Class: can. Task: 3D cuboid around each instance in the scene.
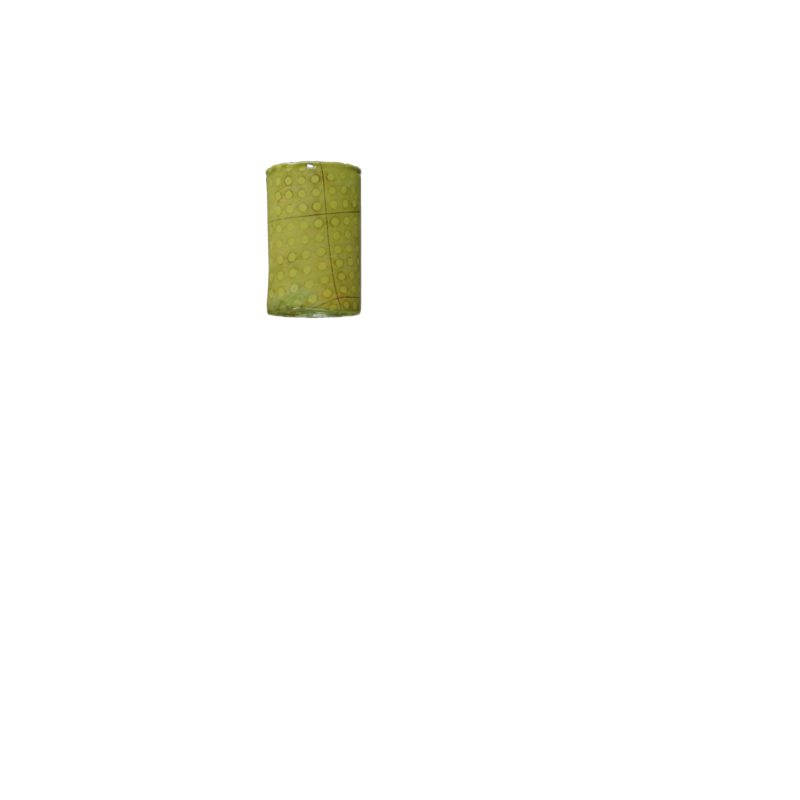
[{"bbox_3d":[-0.061,-0.111,0.775,0.068,0.104,0.067,0,-6,-2],"label":"can"}]
